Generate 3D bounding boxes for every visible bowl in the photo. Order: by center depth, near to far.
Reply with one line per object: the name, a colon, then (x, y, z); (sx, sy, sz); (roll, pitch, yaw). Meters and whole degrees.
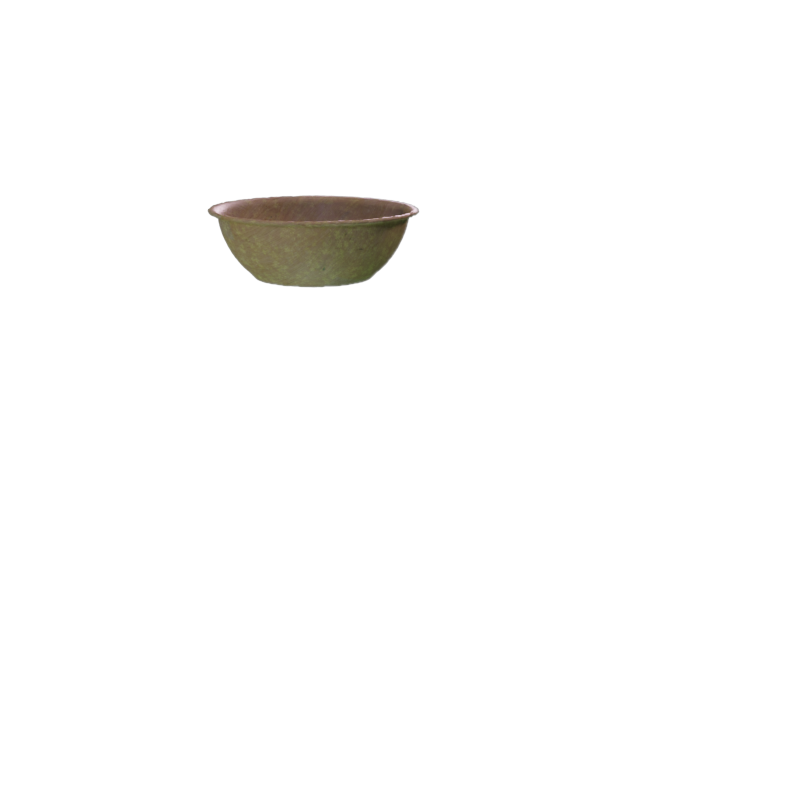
bowl: (-0.067, -0.122, 0.854); (0.162, 0.053, 0.167); (-1, 15, -2)
